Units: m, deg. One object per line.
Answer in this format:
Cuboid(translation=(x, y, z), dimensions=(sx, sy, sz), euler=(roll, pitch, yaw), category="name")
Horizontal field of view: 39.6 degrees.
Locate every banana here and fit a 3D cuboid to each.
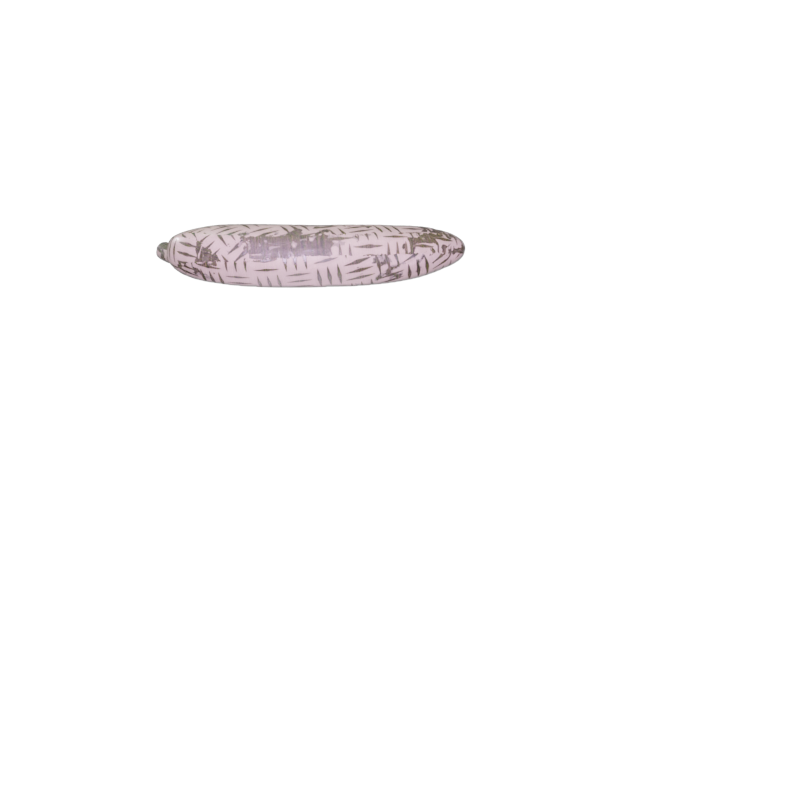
Cuboid(translation=(-0.059, -0.092, 0.679), dimensions=(0.199, 0.035, 0.072), euler=(2, 22, 4), category="banana")
